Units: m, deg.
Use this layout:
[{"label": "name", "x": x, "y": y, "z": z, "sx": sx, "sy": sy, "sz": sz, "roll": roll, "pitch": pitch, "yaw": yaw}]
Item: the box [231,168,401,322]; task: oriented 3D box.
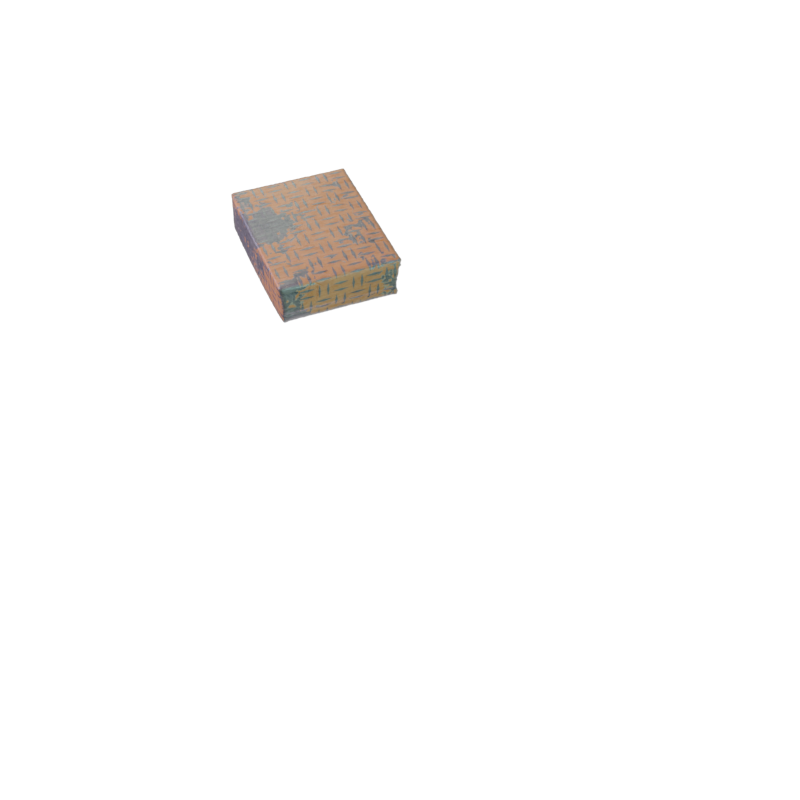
[{"label": "box", "x": -0.062, "y": -0.114, "z": 0.796, "sx": 0.089, "sy": 0.123, "sz": 0.036, "roll": -16, "pitch": -40, "yaw": -15}]
